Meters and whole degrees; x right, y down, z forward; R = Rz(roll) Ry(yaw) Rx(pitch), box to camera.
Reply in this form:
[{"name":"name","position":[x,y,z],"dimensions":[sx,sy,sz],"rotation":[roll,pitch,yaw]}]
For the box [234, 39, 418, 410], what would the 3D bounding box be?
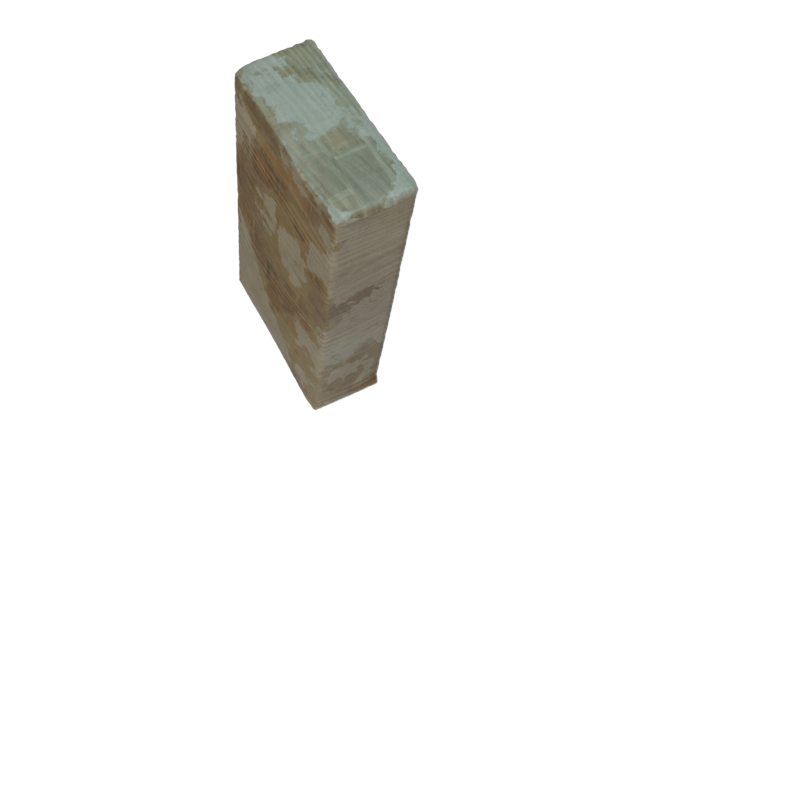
[{"name":"box","position":[-0.041,-0.075,0.524],"dimensions":[0.048,0.099,0.166],"rotation":[-25,-23,-15]}]
